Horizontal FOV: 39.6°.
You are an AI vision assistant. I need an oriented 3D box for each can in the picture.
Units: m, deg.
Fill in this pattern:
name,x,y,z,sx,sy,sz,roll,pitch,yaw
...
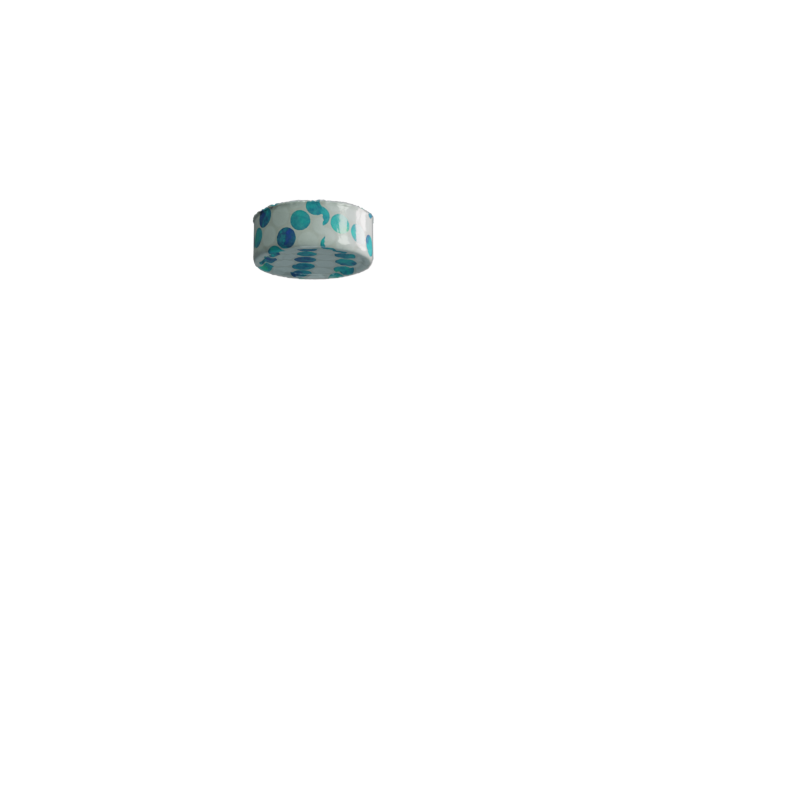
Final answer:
name,x,y,z,sx,sy,sz,roll,pitch,yaw
can,-0.061,-0.112,0.781,0.086,0.035,0.083,0,-11,-2
